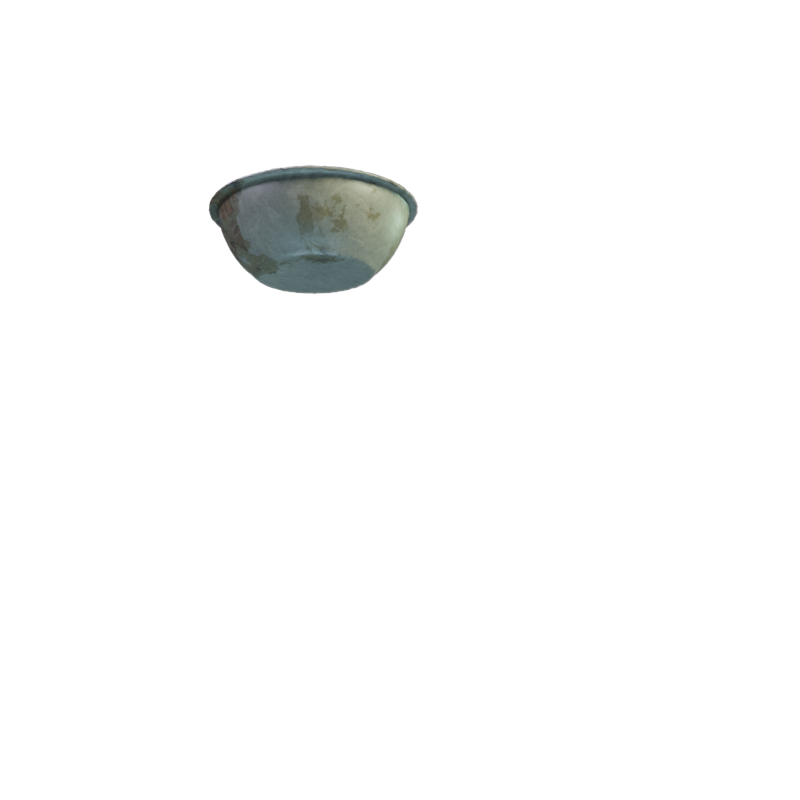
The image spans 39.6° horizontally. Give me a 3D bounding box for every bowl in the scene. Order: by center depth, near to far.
[{"bbox_3d":[-0.067,-0.121,0.850,0.162,0.057,0.156,0,-15,-2],"label":"bowl"}]
